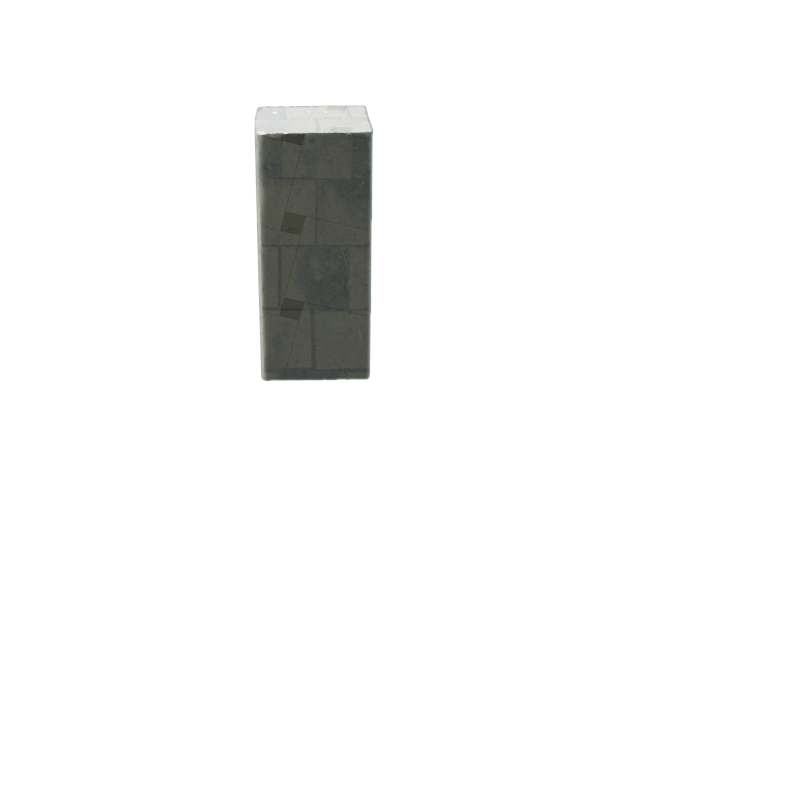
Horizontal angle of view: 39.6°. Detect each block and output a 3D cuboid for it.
[{"bbox_3d":[-0.071,-0.128,0.898,0.090,0.197,0.095,0,22,-4],"label":"block"}]
